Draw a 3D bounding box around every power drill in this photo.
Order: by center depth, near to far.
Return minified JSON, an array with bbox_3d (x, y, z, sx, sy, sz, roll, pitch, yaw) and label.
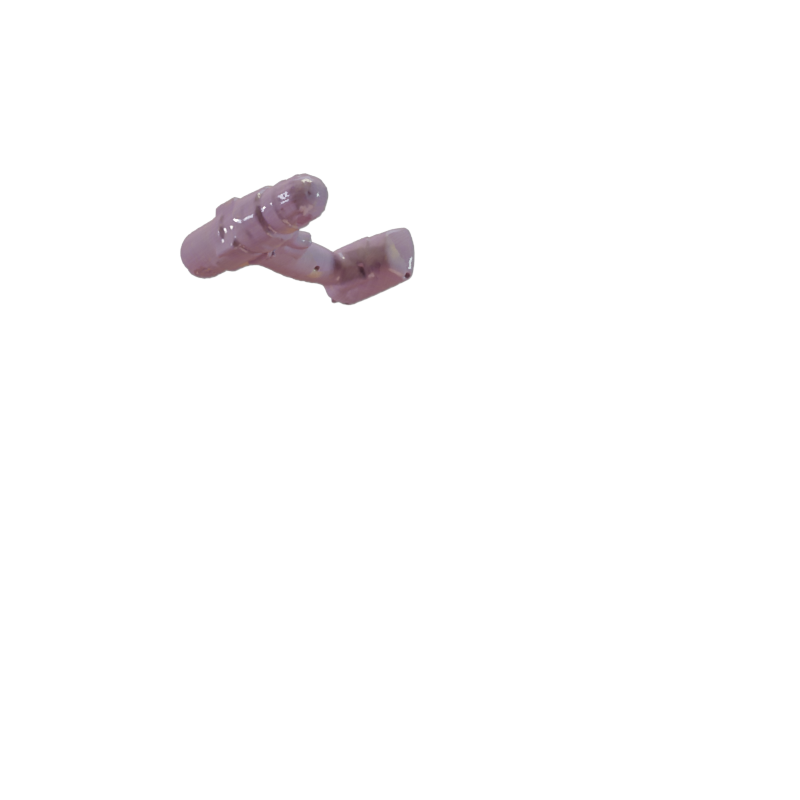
[{"bbox_3d":[-0.078,-0.143,1.000,0.178,0.060,0.186,13,-20,-39],"label":"power drill"}]
